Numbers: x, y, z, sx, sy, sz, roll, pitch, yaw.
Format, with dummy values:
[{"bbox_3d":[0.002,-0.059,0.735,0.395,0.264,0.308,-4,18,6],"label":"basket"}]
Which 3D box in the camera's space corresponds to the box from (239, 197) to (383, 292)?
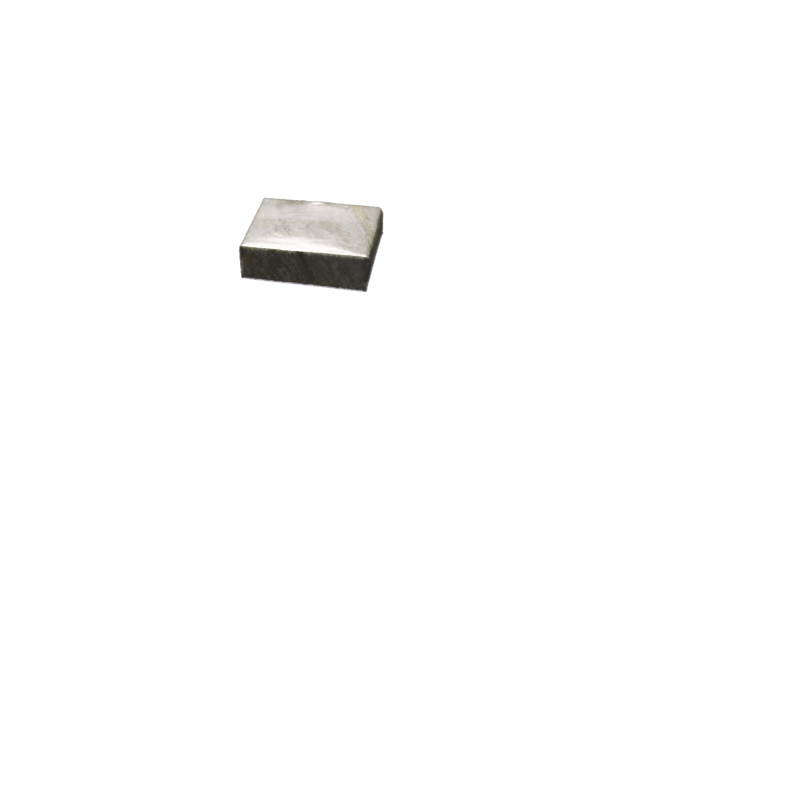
[{"bbox_3d":[-0.060,-0.110,0.767,0.090,0.028,0.077,5,35,7],"label":"box"}]
